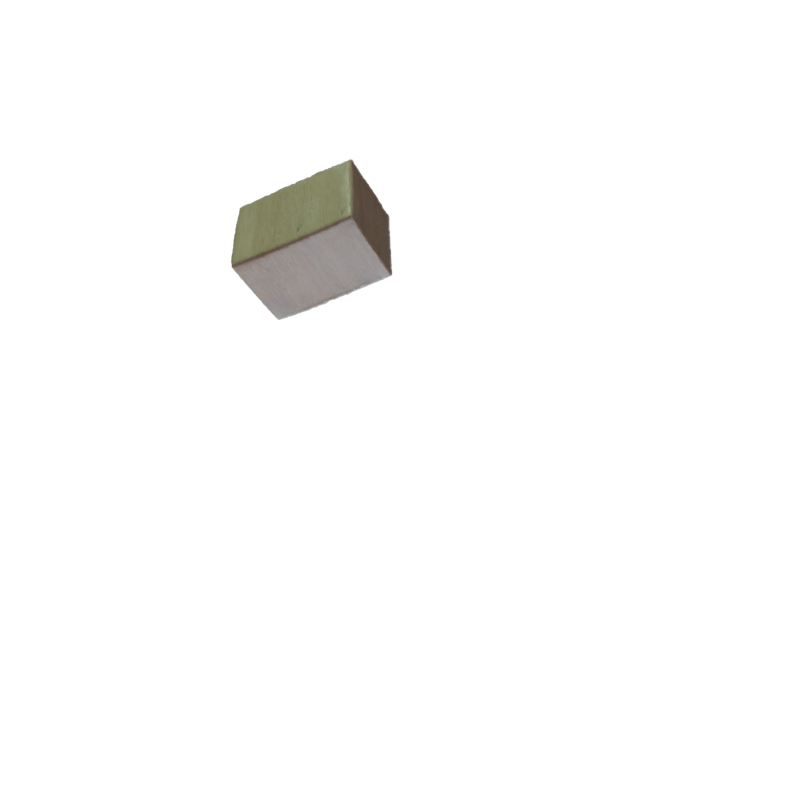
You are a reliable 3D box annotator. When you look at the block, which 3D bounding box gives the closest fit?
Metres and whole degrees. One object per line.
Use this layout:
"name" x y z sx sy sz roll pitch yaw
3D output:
"block" -0.050 -0.091 0.639 0.078 0.055 0.049 -20 -47 18
